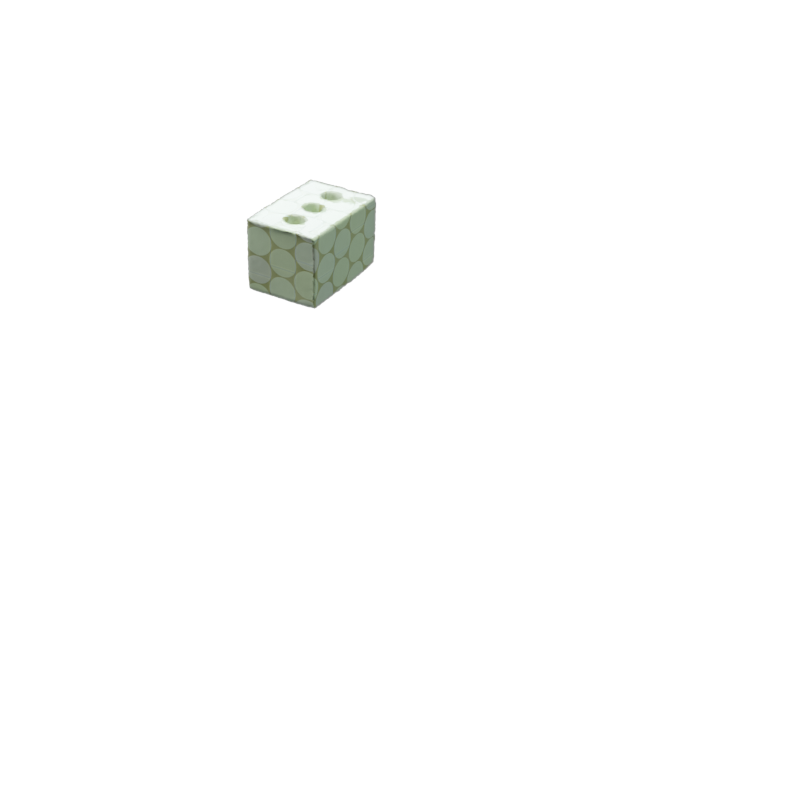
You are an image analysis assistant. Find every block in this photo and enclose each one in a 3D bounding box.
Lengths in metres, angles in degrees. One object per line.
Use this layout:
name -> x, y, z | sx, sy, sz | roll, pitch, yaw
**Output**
block -> -0.057, -0.103, 0.723 | 0.055, 0.048, 0.079 | 17, 35, 24
